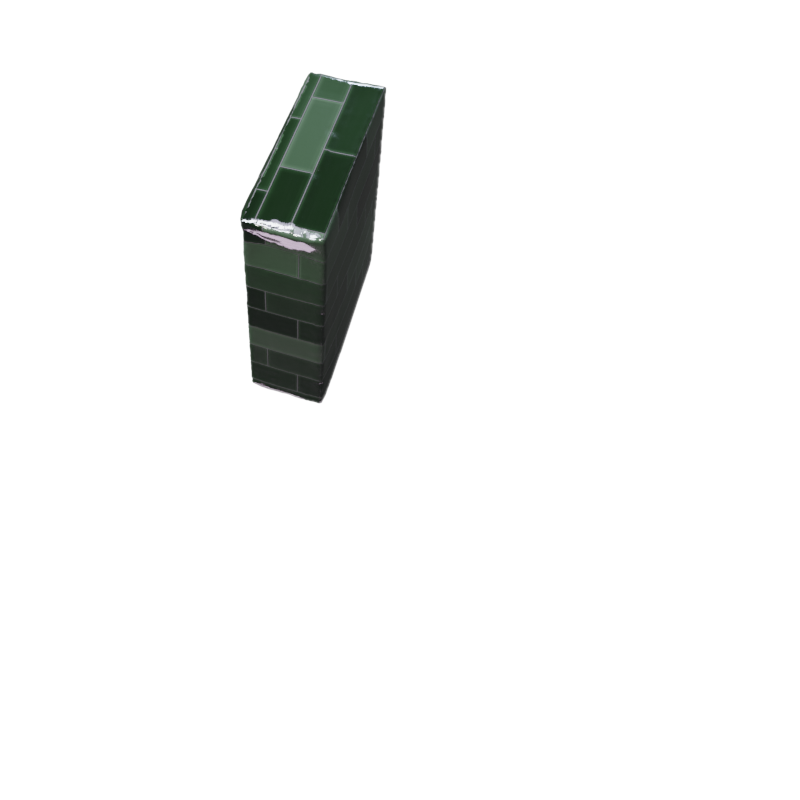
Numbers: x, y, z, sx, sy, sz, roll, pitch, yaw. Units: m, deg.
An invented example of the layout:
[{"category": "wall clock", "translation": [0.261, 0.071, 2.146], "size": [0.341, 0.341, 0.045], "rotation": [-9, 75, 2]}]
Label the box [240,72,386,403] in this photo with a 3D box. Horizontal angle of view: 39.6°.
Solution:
[{"category": "box", "translation": [-0.069, -0.126, 0.885], "size": [0.073, 0.173, 0.200], "rotation": [14, -35, 5]}]
